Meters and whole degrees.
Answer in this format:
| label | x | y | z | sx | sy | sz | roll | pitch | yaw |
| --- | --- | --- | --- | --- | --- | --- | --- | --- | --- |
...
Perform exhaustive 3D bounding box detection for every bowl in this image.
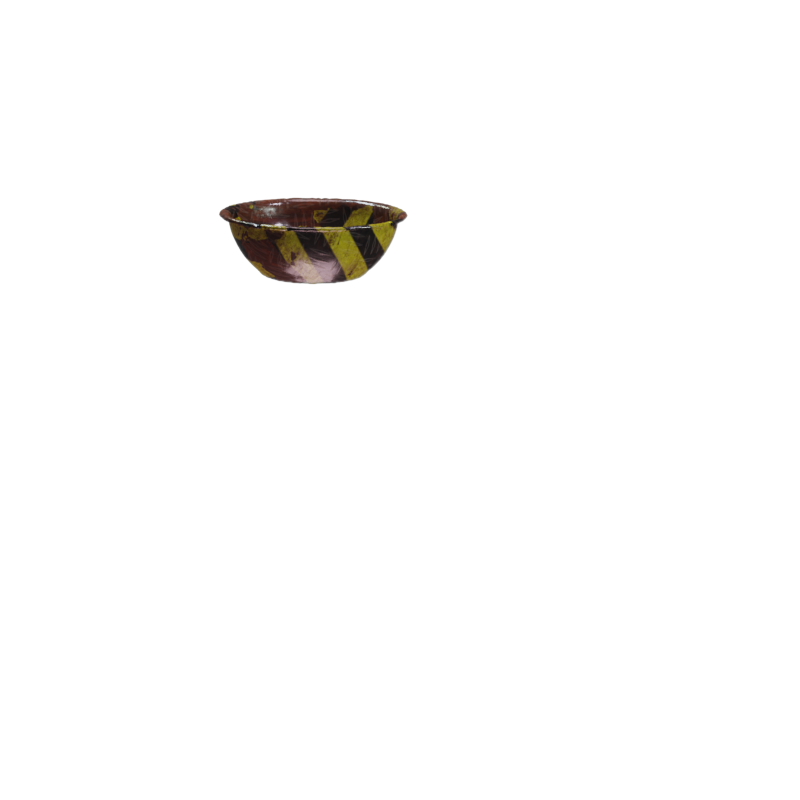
| label | x | y | z | sx | sy | sz | roll | pitch | yaw |
| --- | --- | --- | --- | --- | --- | --- | --- | --- | --- |
| bowl | -0.075 | -0.137 | 0.960 | 0.162 | 0.053 | 0.168 | -1 | 18 | -2 |
